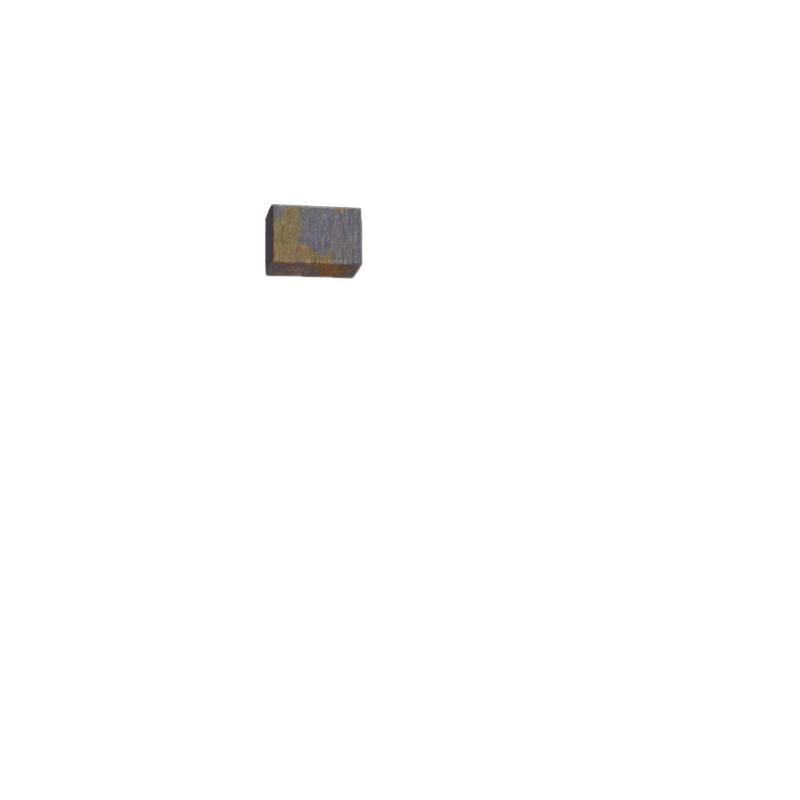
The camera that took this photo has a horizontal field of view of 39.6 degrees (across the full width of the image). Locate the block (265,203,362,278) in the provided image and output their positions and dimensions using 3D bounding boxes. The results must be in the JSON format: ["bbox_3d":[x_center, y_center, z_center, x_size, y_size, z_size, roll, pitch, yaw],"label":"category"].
[{"bbox_3d":[-0.073,-0.134,0.938,0.077,0.053,0.052,1,-11,-10],"label":"block"}]
